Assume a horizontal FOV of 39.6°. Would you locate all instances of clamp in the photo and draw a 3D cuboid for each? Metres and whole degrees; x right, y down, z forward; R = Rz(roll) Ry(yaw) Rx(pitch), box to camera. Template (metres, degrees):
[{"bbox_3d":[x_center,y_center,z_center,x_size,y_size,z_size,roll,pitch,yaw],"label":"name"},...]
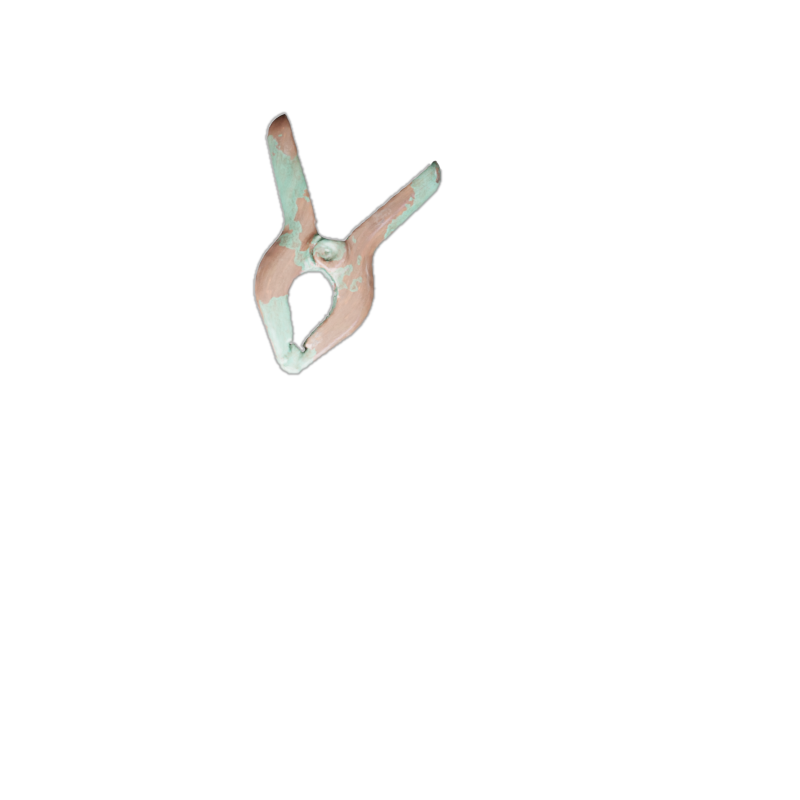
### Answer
[{"bbox_3d":[-0.058,-0.105,0.736,0.121,0.175,0.038,24,-11,5],"label":"clamp"}]
